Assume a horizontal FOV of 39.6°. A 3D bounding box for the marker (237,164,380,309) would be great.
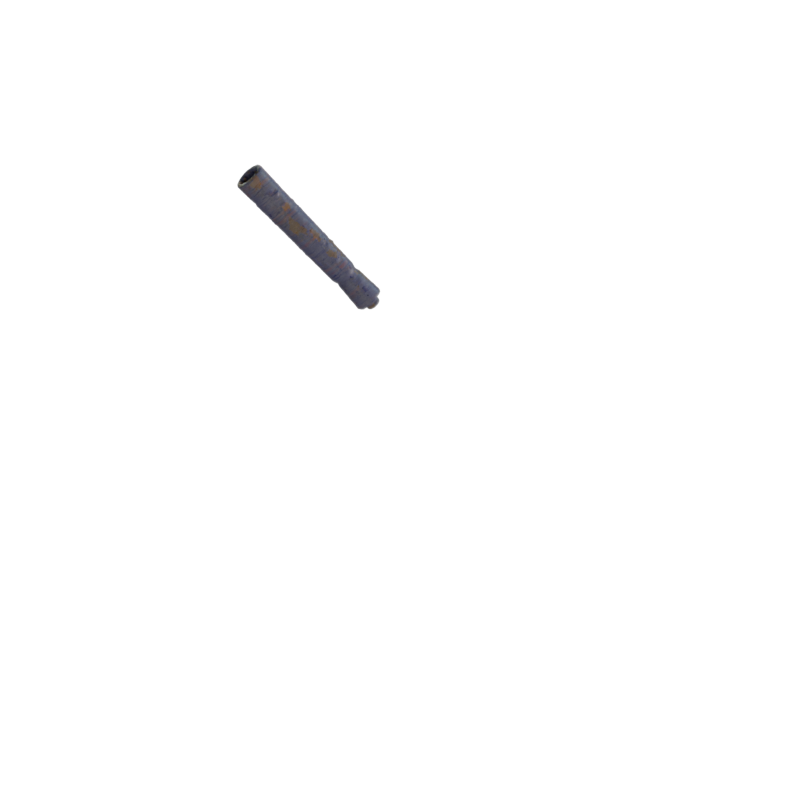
[{"bbox_3d":[-0.054,-0.098,0.688,0.114,0.020,0.020,44,-20,-24],"label":"marker"}]
